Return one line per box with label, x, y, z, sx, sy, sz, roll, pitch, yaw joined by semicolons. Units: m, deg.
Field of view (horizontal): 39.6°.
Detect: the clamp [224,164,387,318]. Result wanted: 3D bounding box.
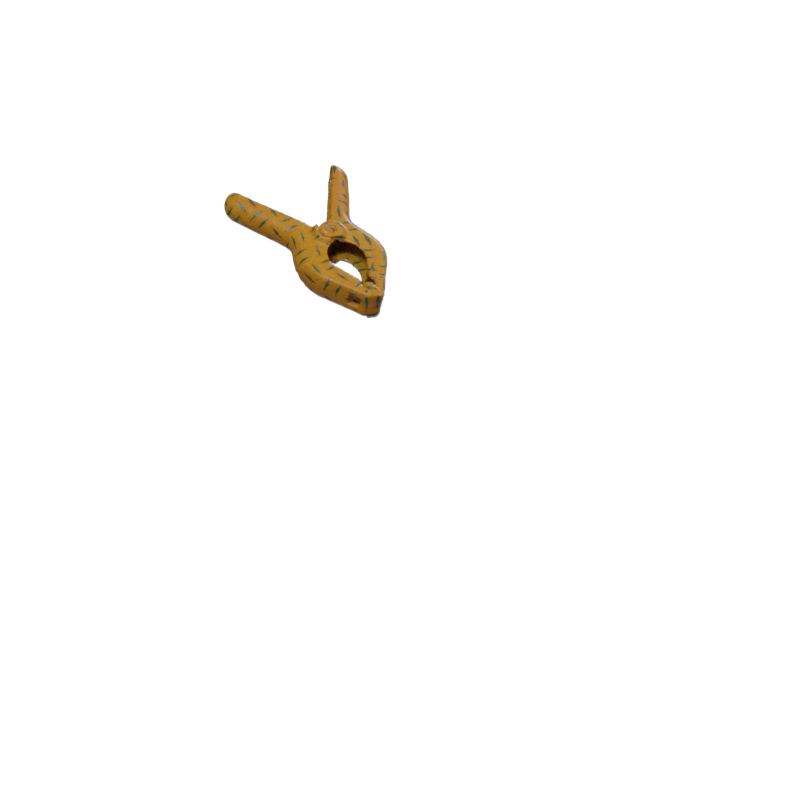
clamp;-0.074;-0.135;0.949;0.119;0.036;0.186;-17;49;-15
